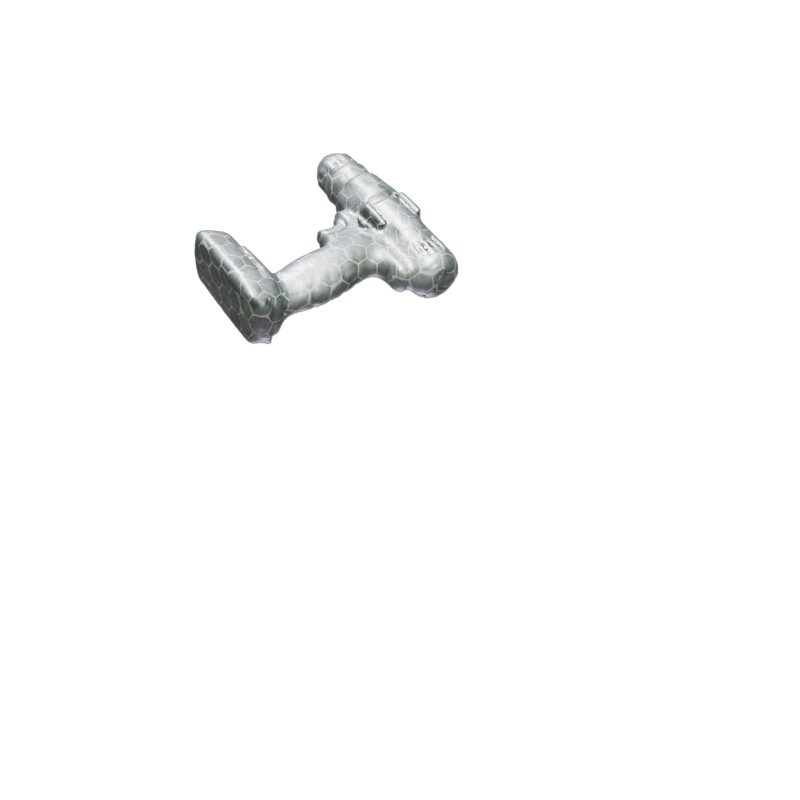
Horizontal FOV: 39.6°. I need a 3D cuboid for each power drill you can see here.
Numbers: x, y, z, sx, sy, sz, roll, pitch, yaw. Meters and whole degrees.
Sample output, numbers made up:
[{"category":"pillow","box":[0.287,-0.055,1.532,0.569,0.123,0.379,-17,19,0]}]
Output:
[{"category":"power drill","box":[-0.072,-0.132,0.923,0.186,0.053,0.199,-23,49,-23]}]
